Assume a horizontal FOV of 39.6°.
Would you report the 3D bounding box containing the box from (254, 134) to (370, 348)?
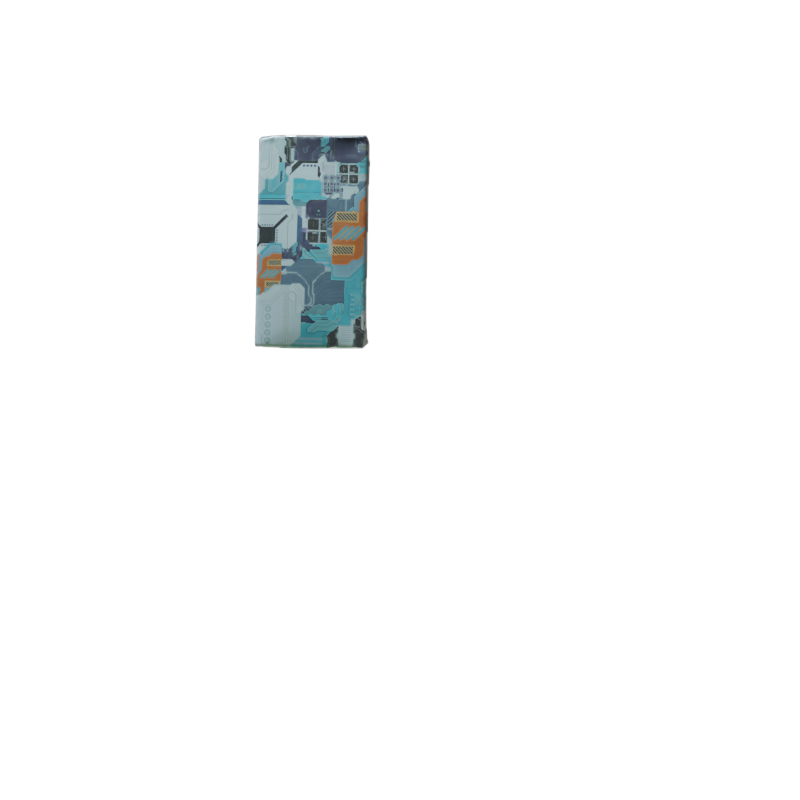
[{"bbox_3d":[-0.073,-0.132,0.926,0.094,0.177,0.048,0,-1,5],"label":"box"}]
